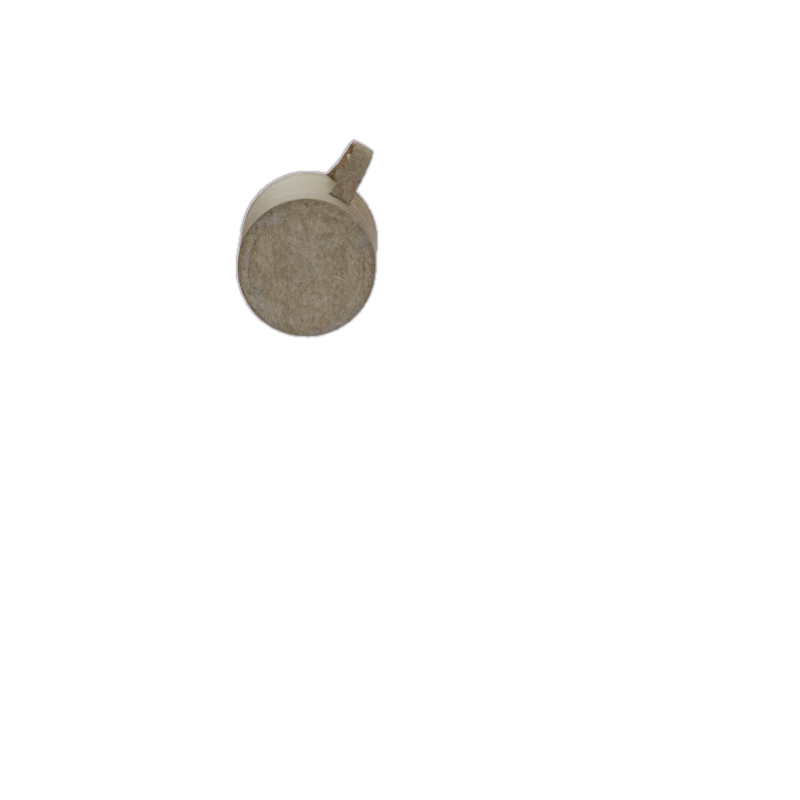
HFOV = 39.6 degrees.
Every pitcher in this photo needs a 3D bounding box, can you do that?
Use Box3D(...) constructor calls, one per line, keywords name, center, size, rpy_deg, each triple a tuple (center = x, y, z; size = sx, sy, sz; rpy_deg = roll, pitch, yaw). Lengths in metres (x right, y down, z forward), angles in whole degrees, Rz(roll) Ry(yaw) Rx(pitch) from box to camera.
Box3D(name="pitcher", center=(-0.075, -0.138, 0.963), size=(0.145, 0.146, 0.249), rpy_deg=(-15, 12, 0))
